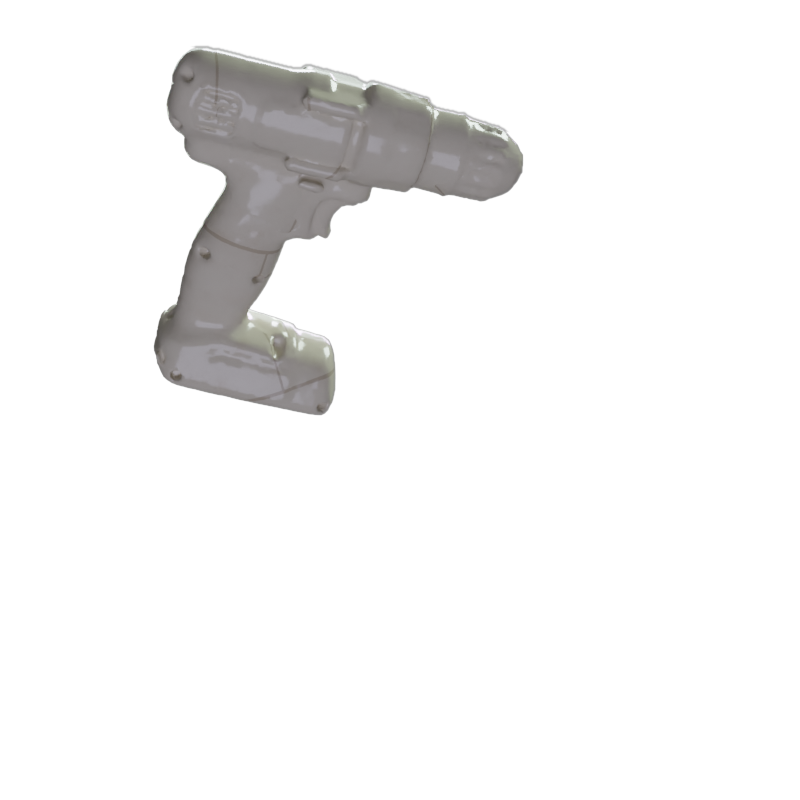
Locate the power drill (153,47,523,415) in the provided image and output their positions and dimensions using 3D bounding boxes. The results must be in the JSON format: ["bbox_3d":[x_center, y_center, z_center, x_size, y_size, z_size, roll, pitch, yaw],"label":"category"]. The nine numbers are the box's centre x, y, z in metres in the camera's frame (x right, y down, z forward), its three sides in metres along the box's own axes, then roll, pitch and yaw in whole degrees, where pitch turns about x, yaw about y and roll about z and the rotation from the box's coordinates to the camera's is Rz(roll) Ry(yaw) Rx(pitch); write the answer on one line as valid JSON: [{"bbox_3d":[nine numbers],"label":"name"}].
[{"bbox_3d":[-0.046,-0.085,0.592,0.182,0.180,0.061,15,27,-8],"label":"power drill"}]
